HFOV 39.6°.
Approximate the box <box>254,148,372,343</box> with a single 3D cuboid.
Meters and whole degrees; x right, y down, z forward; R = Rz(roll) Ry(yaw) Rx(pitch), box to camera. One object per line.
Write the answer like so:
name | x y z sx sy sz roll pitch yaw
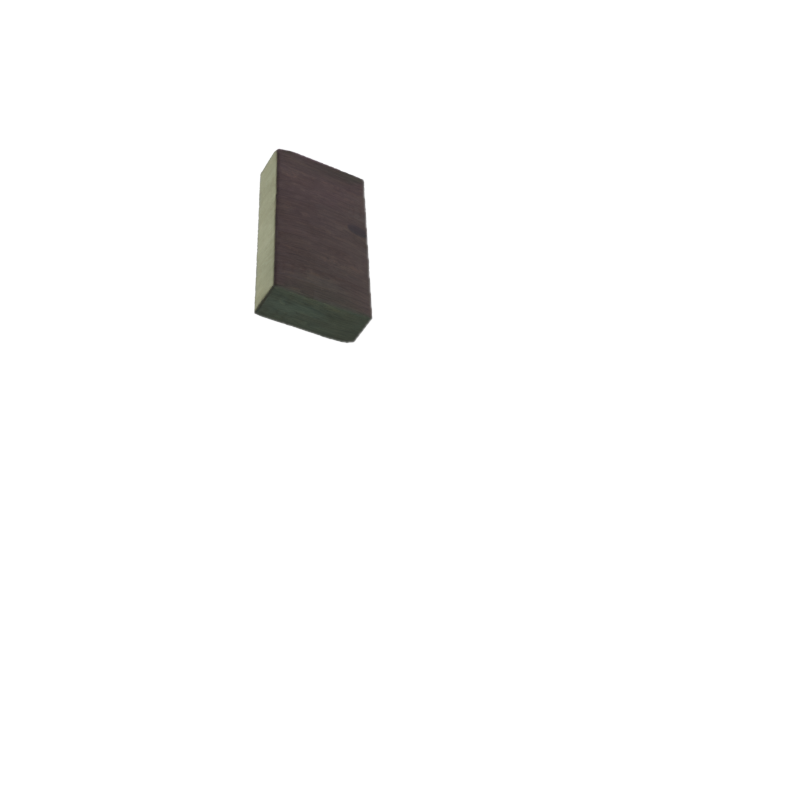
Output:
box | -0.075 -0.138 0.964 0.090 0.189 0.046 17 -44 -22
